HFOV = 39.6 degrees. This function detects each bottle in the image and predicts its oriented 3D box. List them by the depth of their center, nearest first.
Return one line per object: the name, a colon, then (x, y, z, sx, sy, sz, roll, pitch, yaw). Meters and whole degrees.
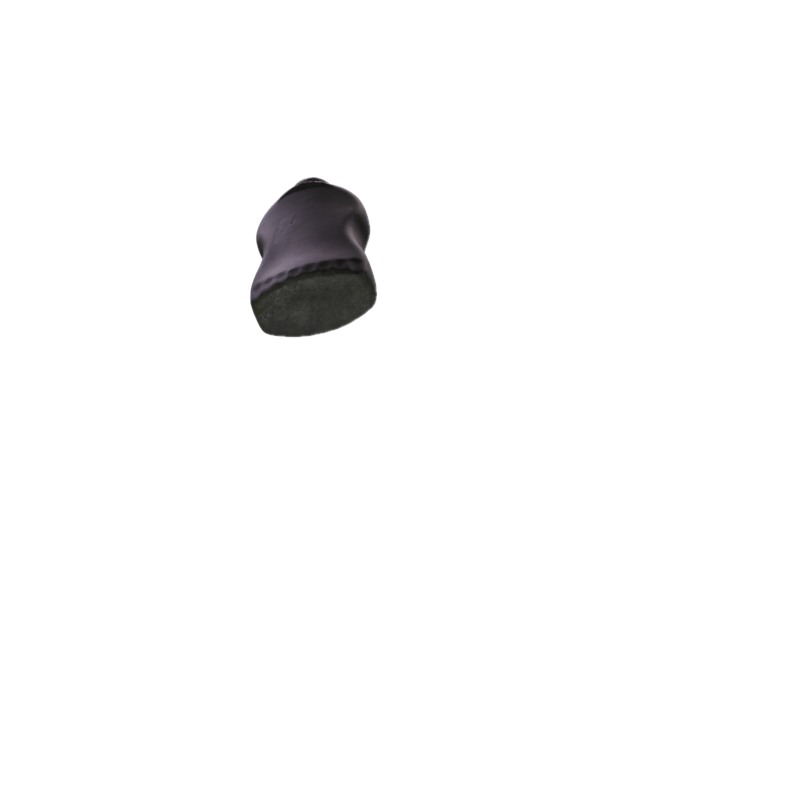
bottle: (-0.072, -0.132, 0.924, 0.096, 0.054, 0.205, -16, 36, 8)
